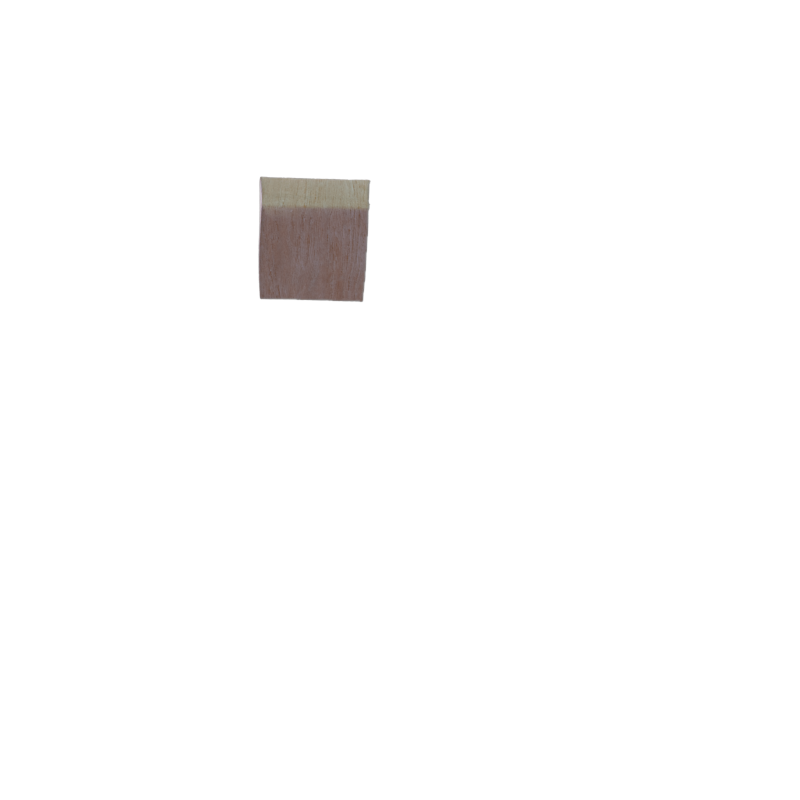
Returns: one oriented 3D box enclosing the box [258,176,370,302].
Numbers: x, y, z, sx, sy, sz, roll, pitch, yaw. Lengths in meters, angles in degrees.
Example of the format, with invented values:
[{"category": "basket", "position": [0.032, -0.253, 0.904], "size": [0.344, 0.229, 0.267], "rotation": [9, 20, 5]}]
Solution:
[{"category": "box", "position": [-0.071, -0.130, 0.911], "size": [0.089, 0.042, 0.106], "rotation": [2, -40, -3]}]
